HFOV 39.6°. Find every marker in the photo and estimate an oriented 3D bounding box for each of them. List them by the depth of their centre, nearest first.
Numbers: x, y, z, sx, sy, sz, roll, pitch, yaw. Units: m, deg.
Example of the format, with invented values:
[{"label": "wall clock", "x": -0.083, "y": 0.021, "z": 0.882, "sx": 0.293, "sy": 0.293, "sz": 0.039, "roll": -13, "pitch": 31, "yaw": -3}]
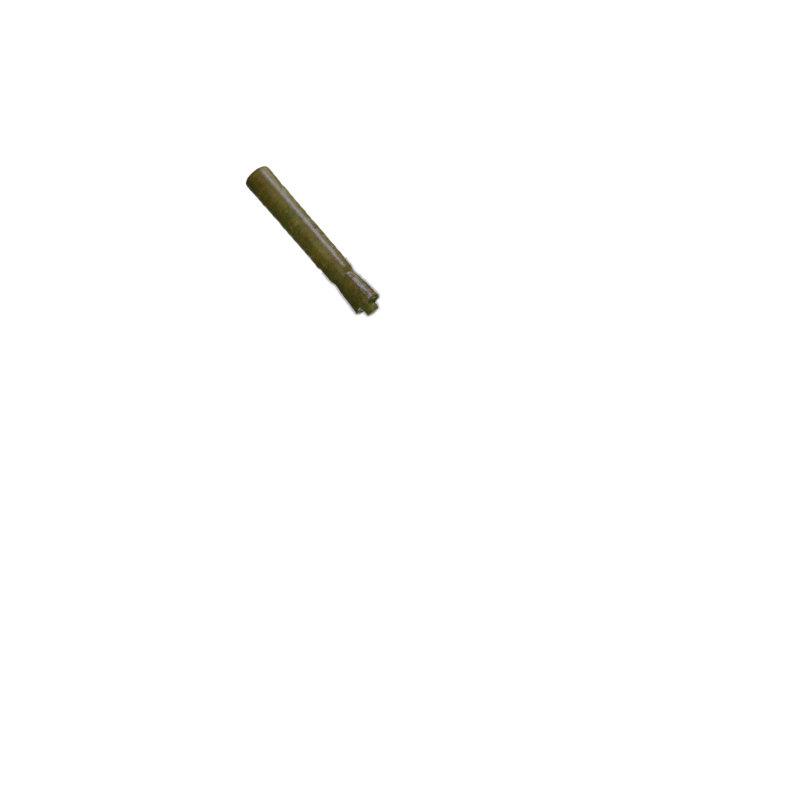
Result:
[{"label": "marker", "x": -0.055, "y": -0.101, "z": 0.705, "sx": 0.020, "sy": 0.127, "sz": 0.019, "roll": -35, "pitch": -19, "yaw": -14}]
